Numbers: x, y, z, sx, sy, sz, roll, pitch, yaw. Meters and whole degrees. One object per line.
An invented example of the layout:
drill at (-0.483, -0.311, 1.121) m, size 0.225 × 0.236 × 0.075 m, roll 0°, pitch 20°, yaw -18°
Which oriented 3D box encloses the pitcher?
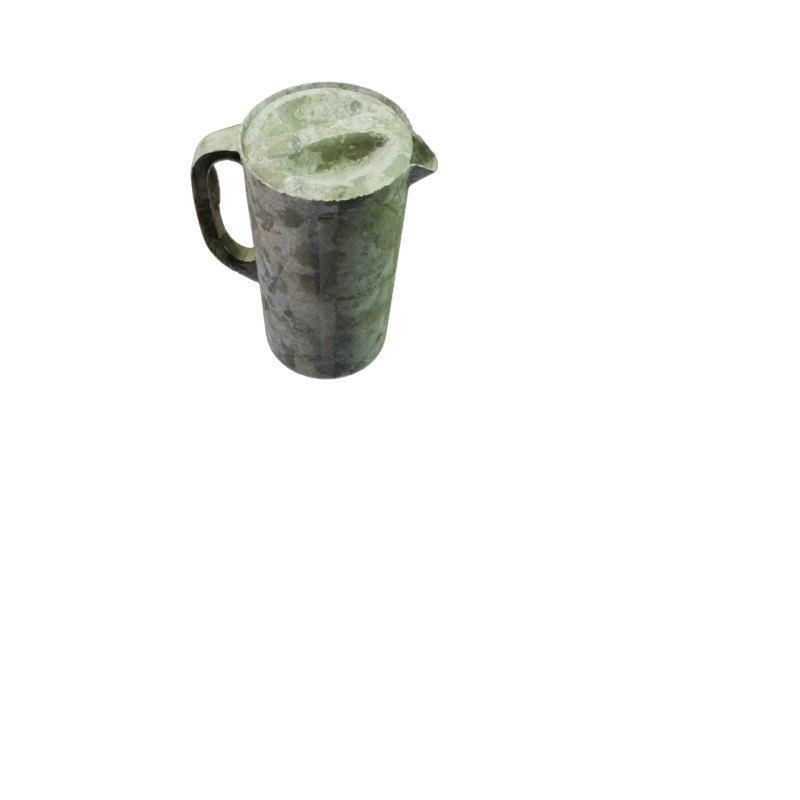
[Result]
pitcher at (-0.071, -0.129, 0.905) m, size 0.145 × 0.226 × 0.159 m, roll -33°, pitch 60°, yaw -26°
